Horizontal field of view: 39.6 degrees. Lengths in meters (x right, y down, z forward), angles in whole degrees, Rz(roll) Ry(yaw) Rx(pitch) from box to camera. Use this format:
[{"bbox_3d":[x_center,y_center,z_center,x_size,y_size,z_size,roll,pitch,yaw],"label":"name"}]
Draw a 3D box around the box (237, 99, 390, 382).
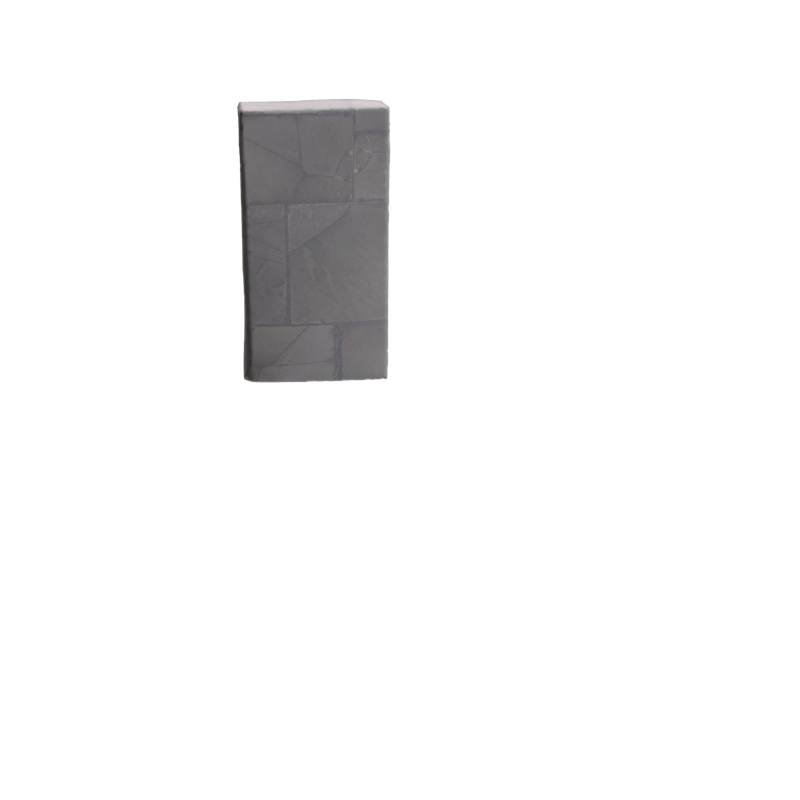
[{"bbox_3d":[-0.055,-0.100,0.699,0.093,0.171,0.050,-1,14,-6],"label":"box"}]
